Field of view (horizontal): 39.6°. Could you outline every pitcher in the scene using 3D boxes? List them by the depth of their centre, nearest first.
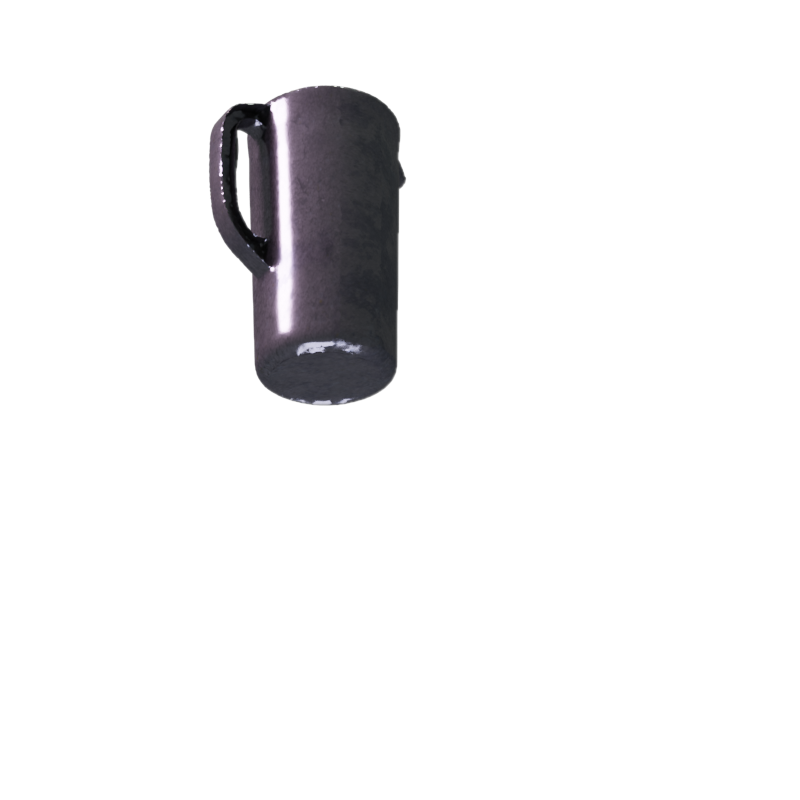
[{"bbox_3d":[-0.070,-0.128,0.893,0.150,0.259,0.135,-6,-32,6],"label":"pitcher"}]
